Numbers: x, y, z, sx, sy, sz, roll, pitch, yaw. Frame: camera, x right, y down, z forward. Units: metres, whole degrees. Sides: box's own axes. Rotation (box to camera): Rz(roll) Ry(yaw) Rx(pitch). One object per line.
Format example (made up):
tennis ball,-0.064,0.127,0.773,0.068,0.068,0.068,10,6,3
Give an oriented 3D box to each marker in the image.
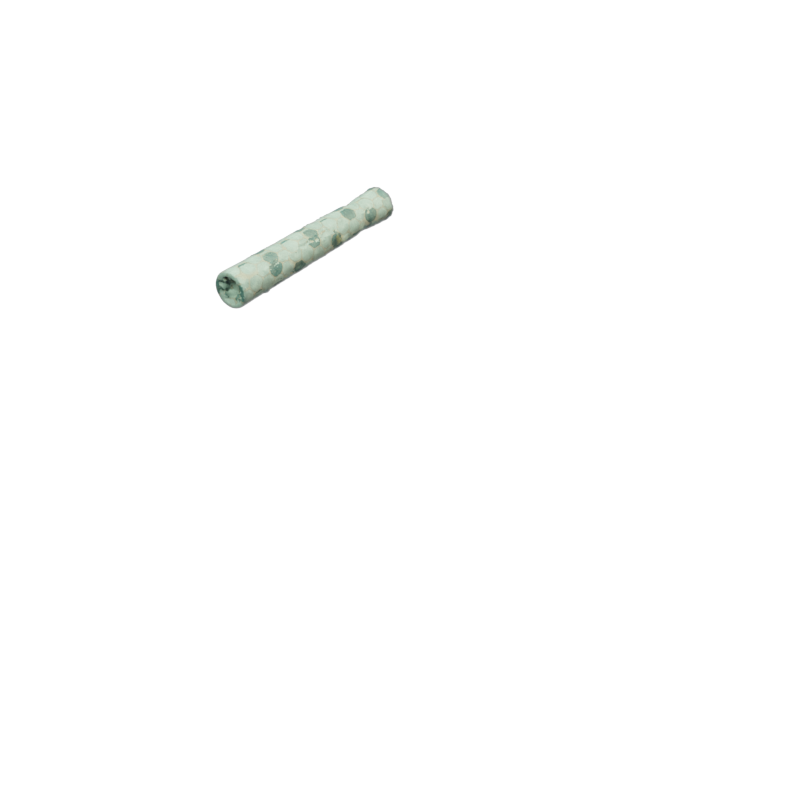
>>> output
marker,-0.043,-0.078,0.549,0.021,0.019,0.122,3,29,40
